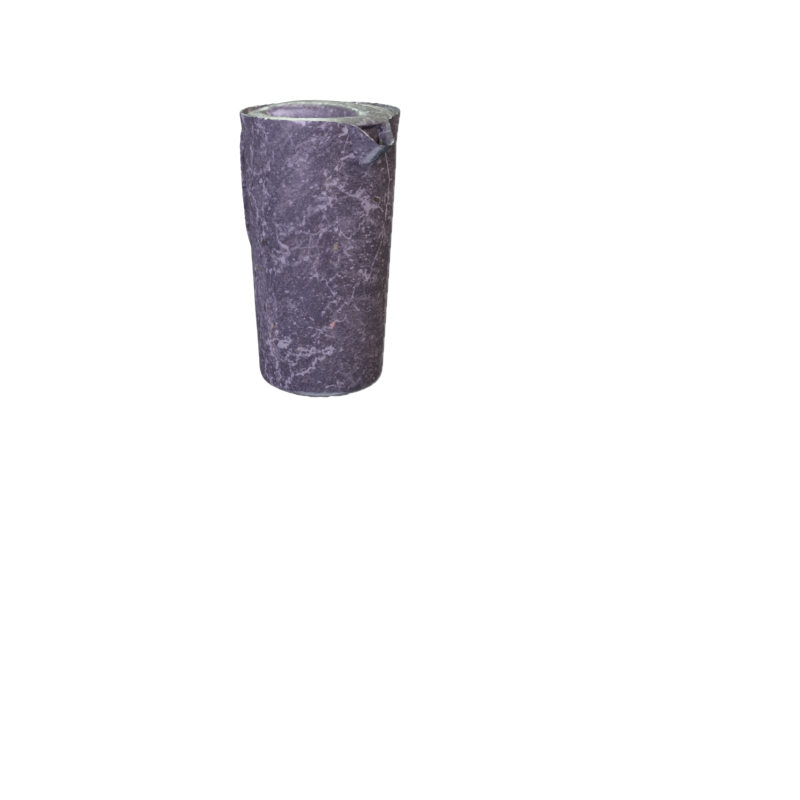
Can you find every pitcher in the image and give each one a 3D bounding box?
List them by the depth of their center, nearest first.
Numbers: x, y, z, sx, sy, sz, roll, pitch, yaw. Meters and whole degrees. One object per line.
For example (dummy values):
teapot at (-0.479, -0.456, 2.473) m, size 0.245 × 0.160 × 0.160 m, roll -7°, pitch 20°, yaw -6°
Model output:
pitcher at (-0.074, -0.136, 0.950) m, size 0.146 × 0.235 × 0.154 m, roll 2°, pitch 16°, yaw 3°
